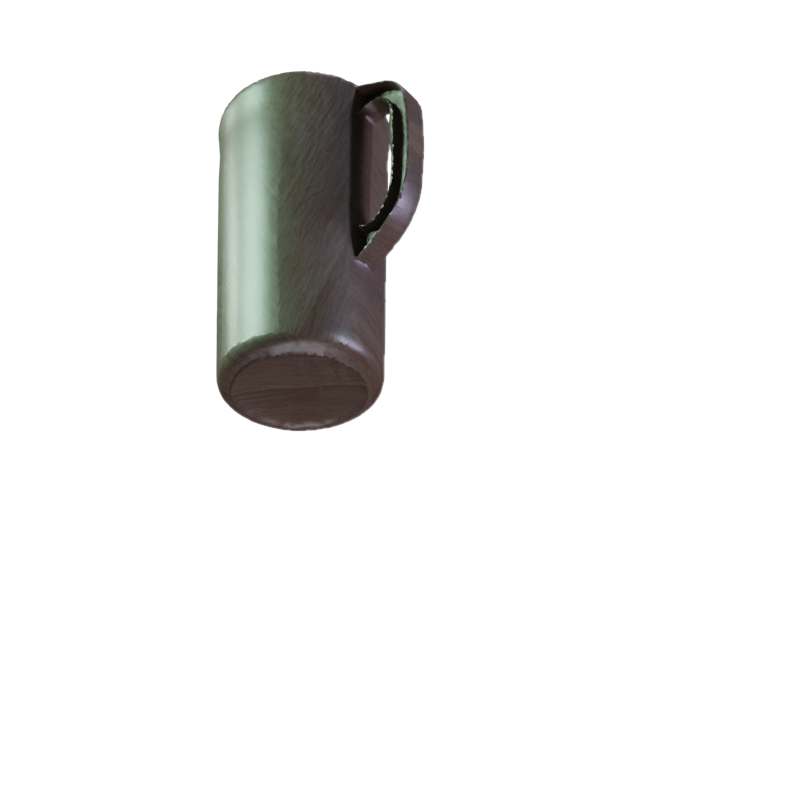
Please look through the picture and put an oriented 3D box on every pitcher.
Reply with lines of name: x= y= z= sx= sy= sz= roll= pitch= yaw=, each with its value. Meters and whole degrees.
pitcher: x=-0.061 y=-0.111 z=0.775 sx=0.144 sy=0.261 sz=0.140 roll=2 pitch=-38 yaw=-6
